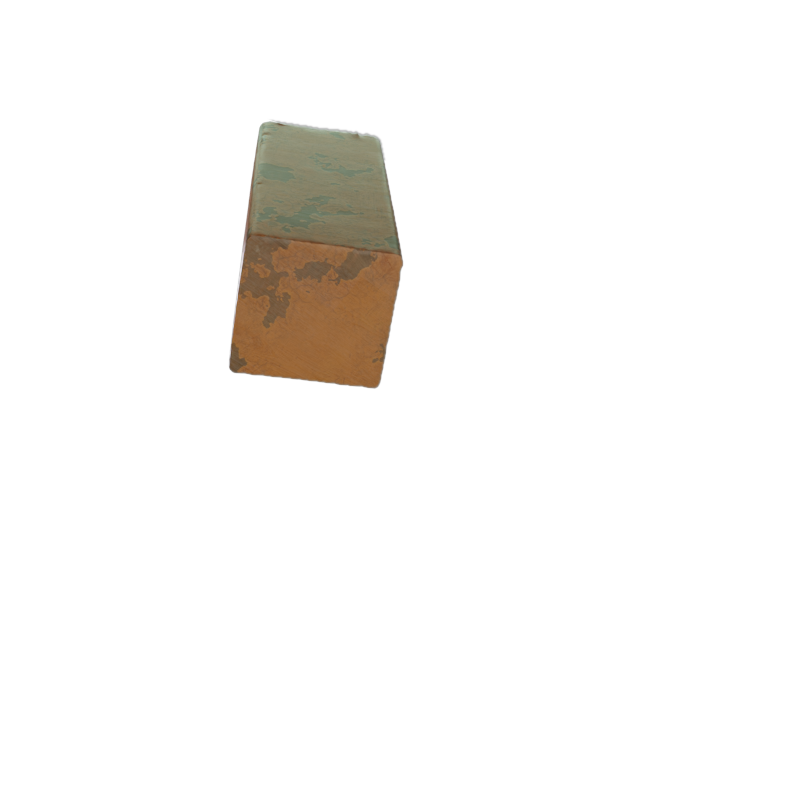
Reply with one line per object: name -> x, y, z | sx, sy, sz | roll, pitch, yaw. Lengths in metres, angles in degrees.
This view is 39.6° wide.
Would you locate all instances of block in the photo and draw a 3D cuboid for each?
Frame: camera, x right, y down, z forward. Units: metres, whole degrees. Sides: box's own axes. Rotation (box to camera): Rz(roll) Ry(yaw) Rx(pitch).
block -> -0.057, -0.104, 0.721 | 0.090, 0.086, 0.219 | 7, 29, -7
